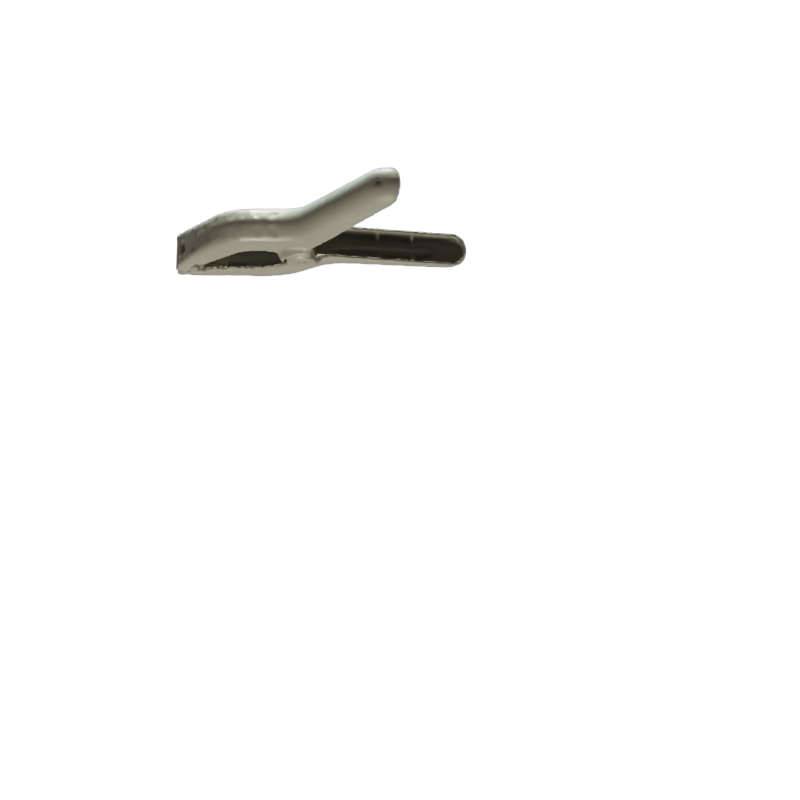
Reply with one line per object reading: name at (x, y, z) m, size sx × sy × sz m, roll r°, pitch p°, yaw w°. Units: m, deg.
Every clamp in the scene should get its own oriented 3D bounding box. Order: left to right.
clamp at (-0.063, -0.115, 0.803) m, size 0.215 × 0.038 × 0.155 m, roll -6°, pitch -14°, yaw 27°
